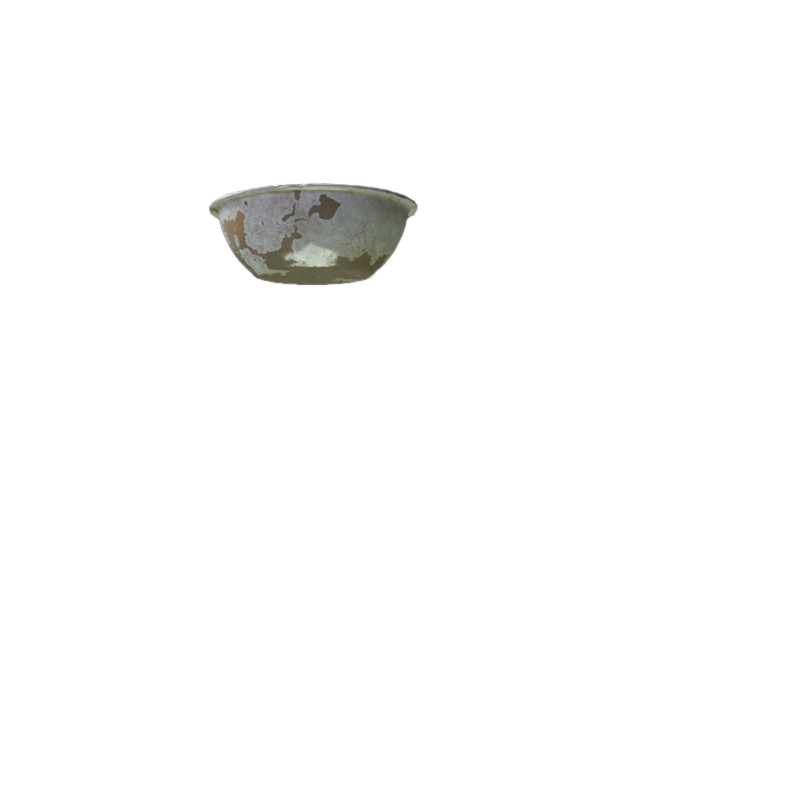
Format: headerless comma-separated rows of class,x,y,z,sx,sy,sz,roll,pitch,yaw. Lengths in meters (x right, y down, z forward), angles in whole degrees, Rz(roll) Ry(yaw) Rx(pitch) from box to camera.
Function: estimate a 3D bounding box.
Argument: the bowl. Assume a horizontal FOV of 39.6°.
bowl,-0.067,-0.122,0.854,0.162,0.056,0.160,0,-3,-2
